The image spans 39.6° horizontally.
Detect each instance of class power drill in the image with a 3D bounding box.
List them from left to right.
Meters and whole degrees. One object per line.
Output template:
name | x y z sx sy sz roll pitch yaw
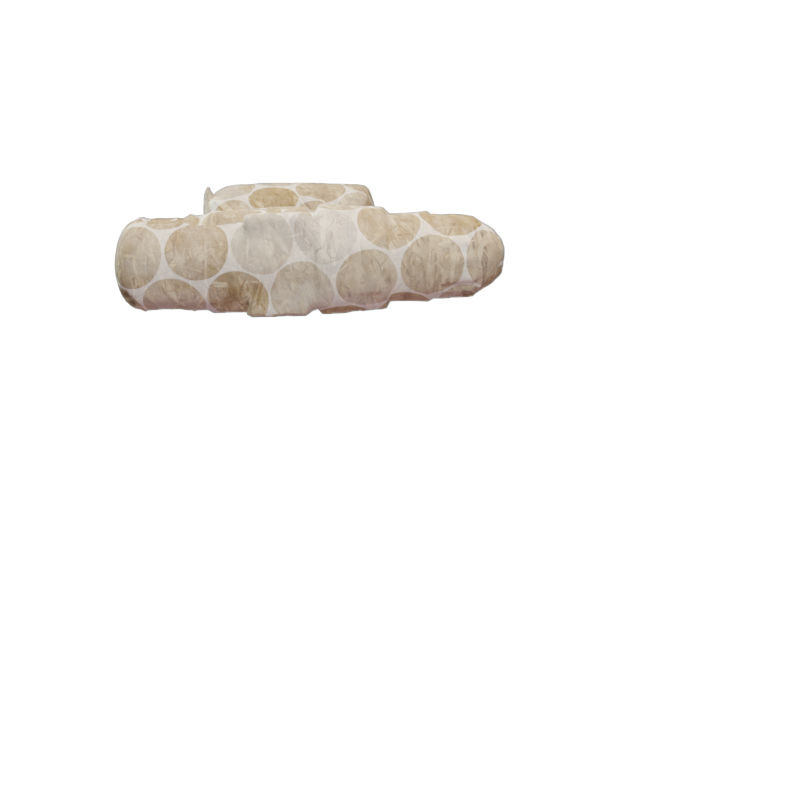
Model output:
power drill | -0.047 -0.085 0.596 0.184 0.056 0.192 0 12 -1
